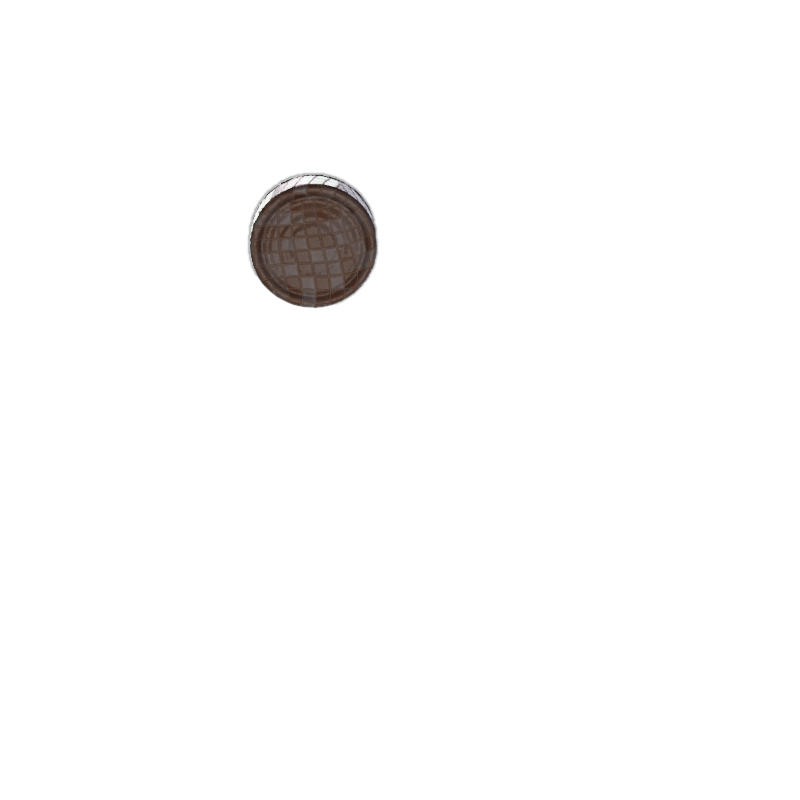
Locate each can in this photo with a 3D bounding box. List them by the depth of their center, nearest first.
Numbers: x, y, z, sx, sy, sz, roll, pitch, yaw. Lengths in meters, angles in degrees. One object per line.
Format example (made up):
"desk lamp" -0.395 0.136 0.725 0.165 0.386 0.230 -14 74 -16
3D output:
"can" -0.058 -0.105 0.737 0.086 0.083 0.035 0 16 -1
